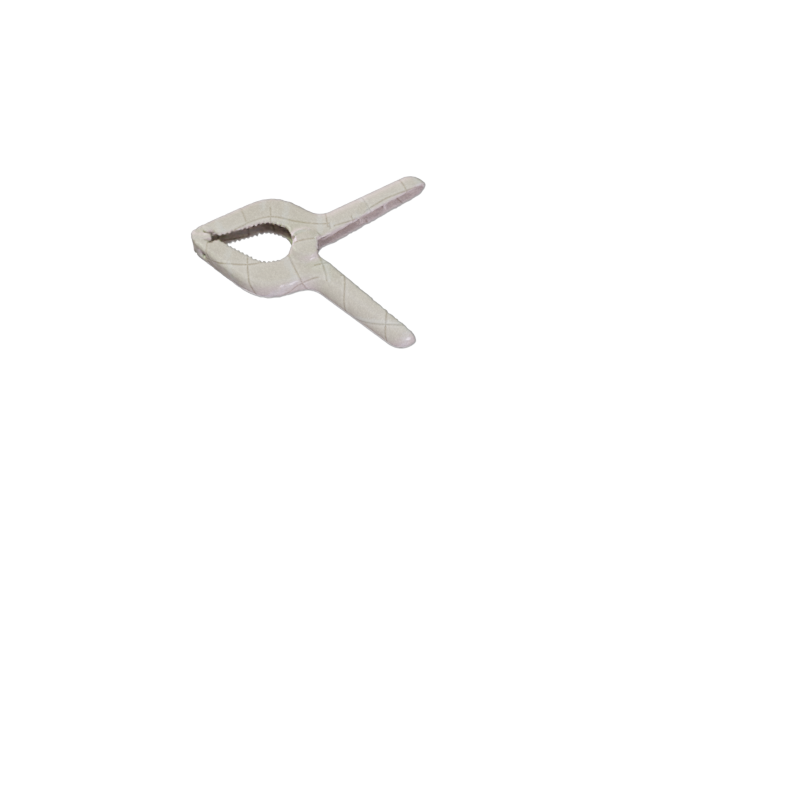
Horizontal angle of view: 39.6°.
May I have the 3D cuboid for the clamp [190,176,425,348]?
[{"bbox_3d":[-0.077,-0.140,0.979,0.212,0.173,0.034,11,-26,5],"label":"clamp"}]
